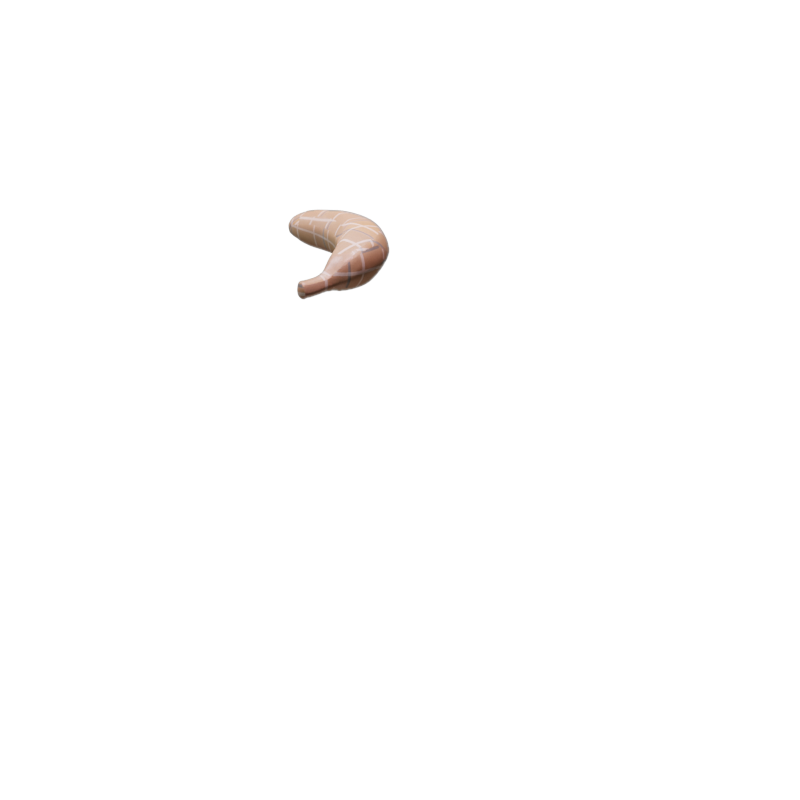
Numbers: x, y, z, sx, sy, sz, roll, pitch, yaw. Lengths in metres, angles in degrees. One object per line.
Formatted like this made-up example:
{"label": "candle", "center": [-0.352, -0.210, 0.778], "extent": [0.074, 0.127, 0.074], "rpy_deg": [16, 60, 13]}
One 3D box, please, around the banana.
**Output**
{"label": "banana", "center": [-0.046, -0.117, 0.822], "extent": [0.069, 0.035, 0.206], "rpy_deg": [-2, 19, -6]}
